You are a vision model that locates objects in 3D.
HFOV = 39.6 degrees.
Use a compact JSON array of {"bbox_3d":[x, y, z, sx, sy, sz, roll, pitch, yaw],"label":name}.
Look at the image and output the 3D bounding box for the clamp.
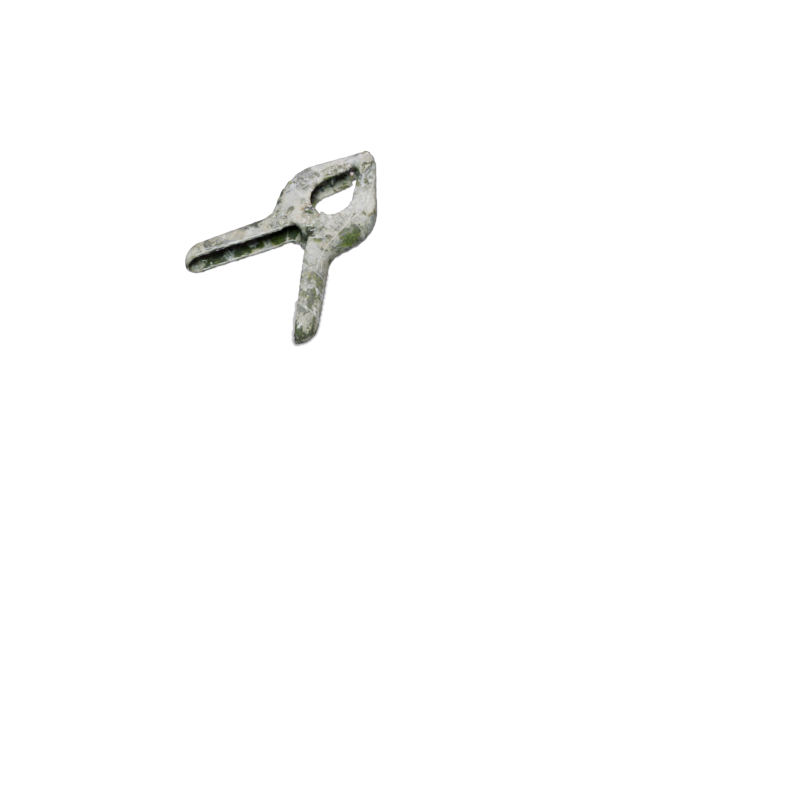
[{"bbox_3d":[-0.067,-0.122,0.856,0.173,0.126,0.037,-42,-18,-18],"label":"clamp"}]
